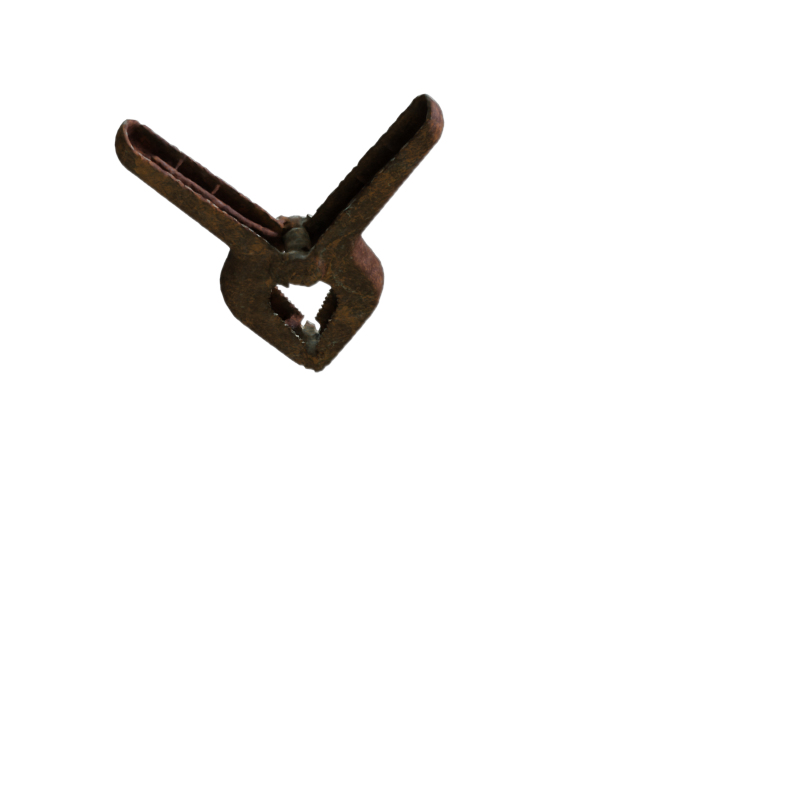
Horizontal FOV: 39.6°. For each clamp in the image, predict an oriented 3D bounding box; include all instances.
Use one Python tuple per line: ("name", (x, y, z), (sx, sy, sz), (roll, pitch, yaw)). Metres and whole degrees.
("clamp", (-0.048, -0.088, 0.616), (0.166, 0.039, 0.194), (-6, -37, 8))
